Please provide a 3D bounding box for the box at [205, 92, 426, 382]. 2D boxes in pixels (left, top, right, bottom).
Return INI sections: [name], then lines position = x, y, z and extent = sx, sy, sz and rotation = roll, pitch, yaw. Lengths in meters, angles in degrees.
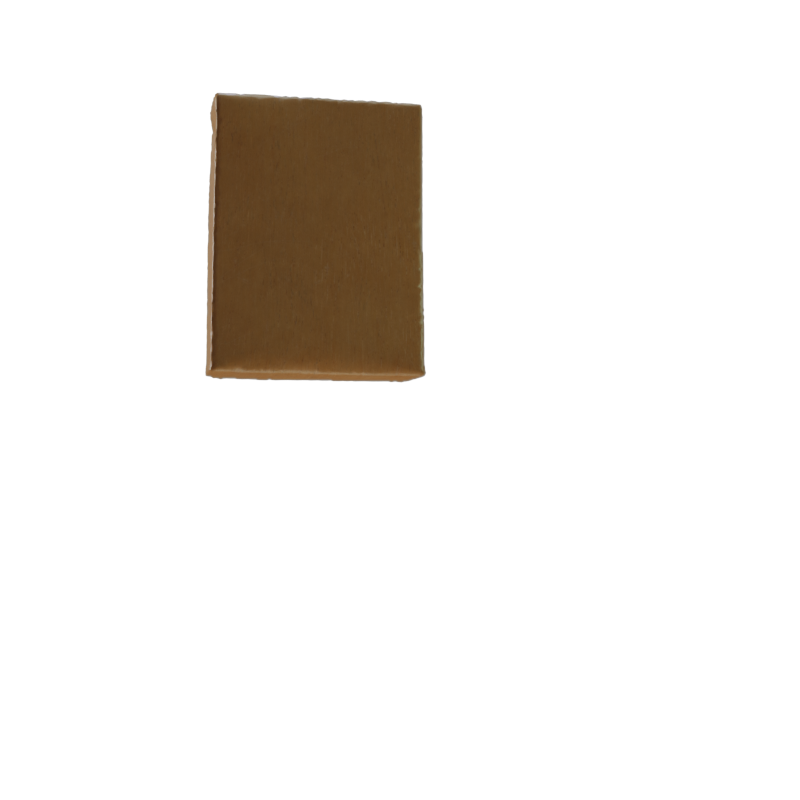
[box]
position = -0.067, -0.123, 0.862
extent = 0.162, 0.220, 0.071
rotation = 1, -11, -11
